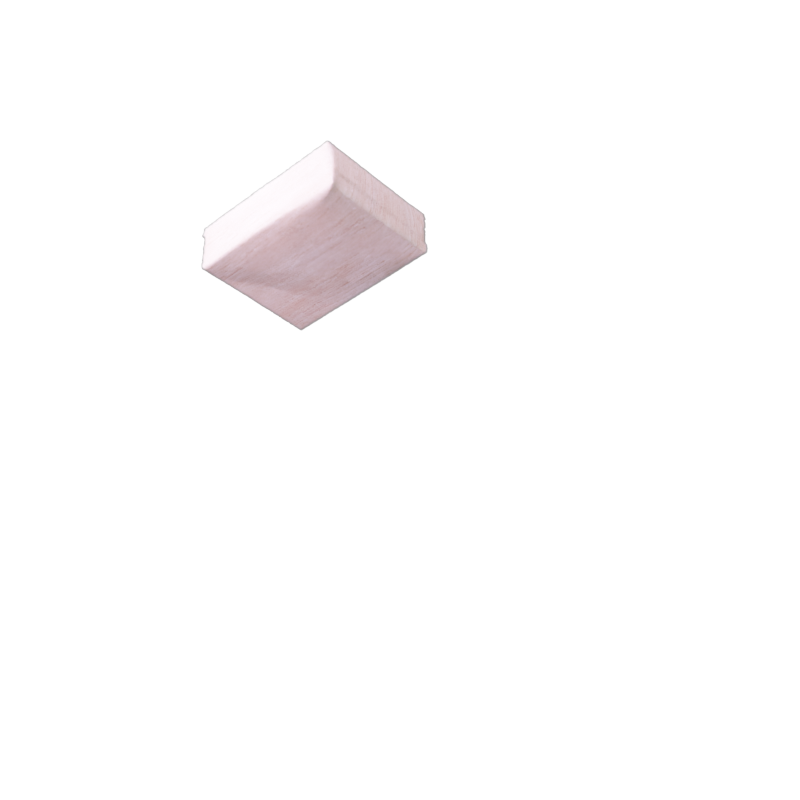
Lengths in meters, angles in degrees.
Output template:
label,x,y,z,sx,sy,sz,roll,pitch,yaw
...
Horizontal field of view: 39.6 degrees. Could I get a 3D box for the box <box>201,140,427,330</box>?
label,x,y,z,sx,sy,sz,roll,pitch,yaw
box,-0.054,-0.098,0.688,0.113,0.042,0.084,-28,-44,32
